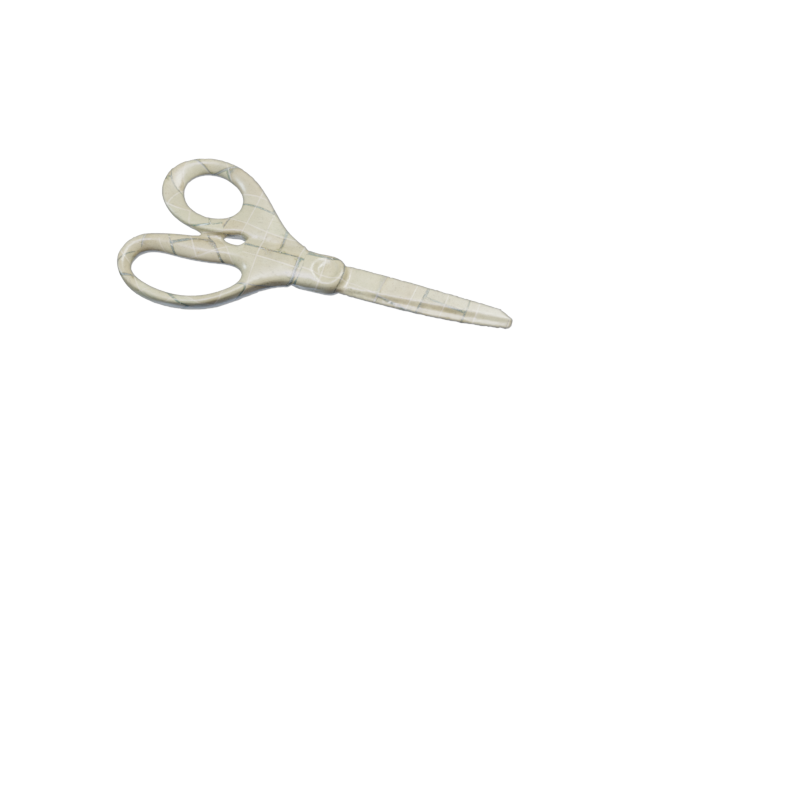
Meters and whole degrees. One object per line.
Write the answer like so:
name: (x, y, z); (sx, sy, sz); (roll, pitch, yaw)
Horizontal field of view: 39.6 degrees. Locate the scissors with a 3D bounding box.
scissors: (-0.045, -0.083, 0.581); (0.202, 0.102, 0.015); (0, -26, 0)
